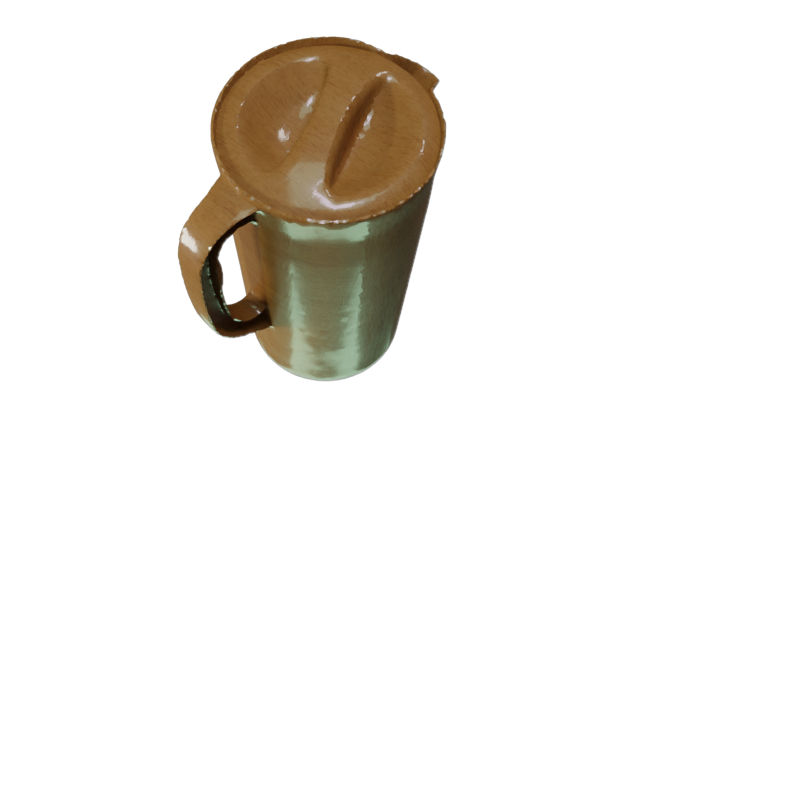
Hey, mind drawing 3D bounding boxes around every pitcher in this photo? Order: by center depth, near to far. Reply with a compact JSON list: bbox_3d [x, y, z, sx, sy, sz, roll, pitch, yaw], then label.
[{"bbox_3d":[-0.056,-0.102,0.718,0.149,0.154,0.229,2,-28,-2],"label":"pitcher"}]
